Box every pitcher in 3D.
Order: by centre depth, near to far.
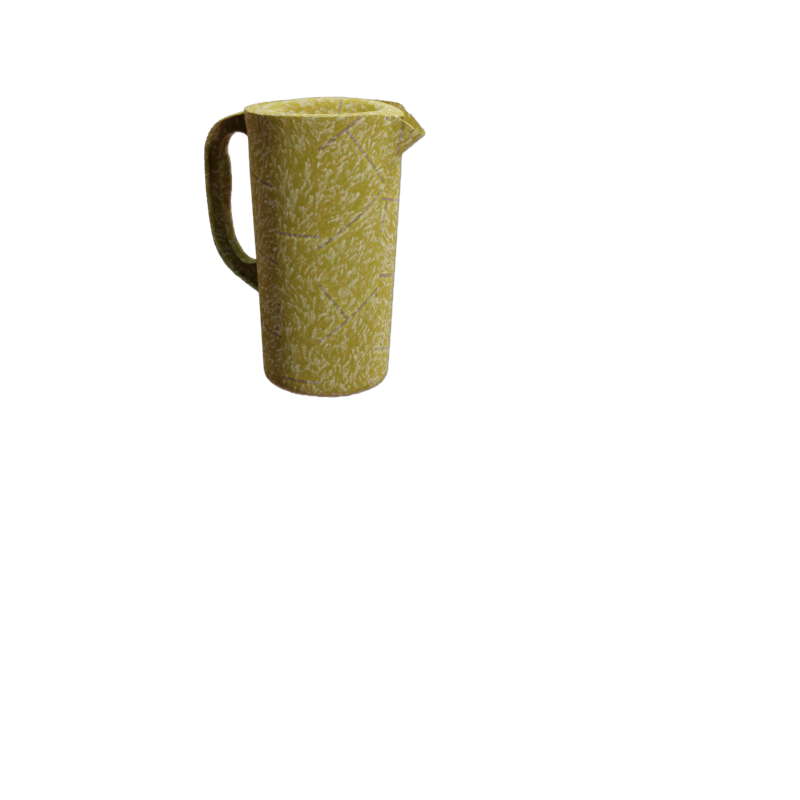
[{"bbox_3d":[-0.073,-0.133,0.934,0.141,0.235,0.158,-8,18,-29],"label":"pitcher"}]
